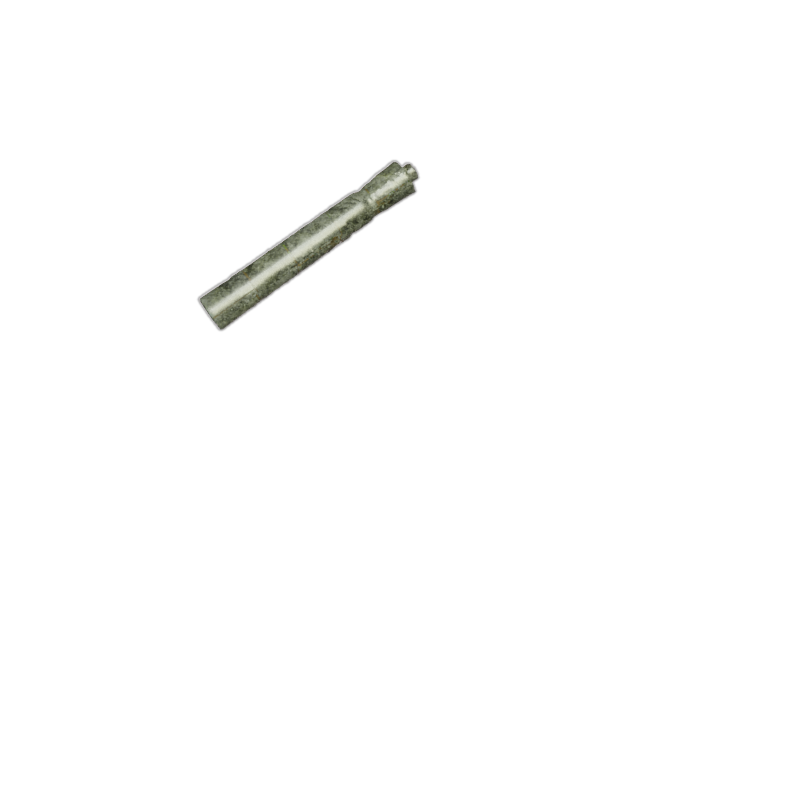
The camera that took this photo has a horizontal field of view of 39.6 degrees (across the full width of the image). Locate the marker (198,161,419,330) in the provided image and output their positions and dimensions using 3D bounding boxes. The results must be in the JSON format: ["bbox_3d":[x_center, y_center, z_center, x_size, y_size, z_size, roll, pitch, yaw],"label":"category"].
[{"bbox_3d":[-0.041,-0.075,0.528,0.121,0.019,0.020,-36,11,-8],"label":"marker"}]
